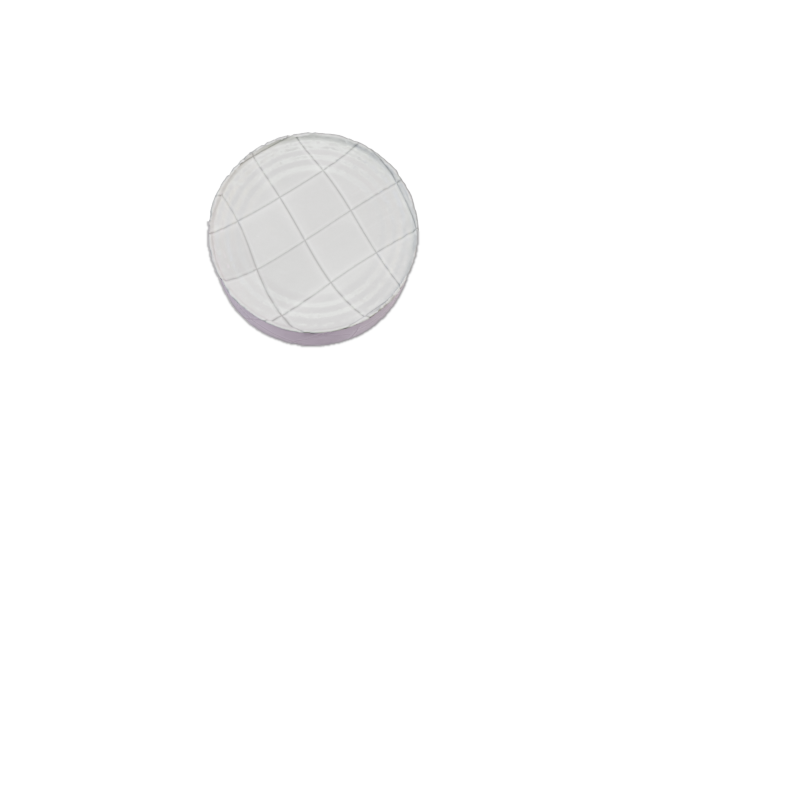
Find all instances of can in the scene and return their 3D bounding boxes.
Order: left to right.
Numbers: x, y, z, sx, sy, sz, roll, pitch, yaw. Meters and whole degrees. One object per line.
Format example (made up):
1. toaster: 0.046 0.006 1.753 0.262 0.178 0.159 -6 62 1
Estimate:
1. can: -0.036 -0.066 0.465 0.086 0.089 0.032 0 -16 -1
